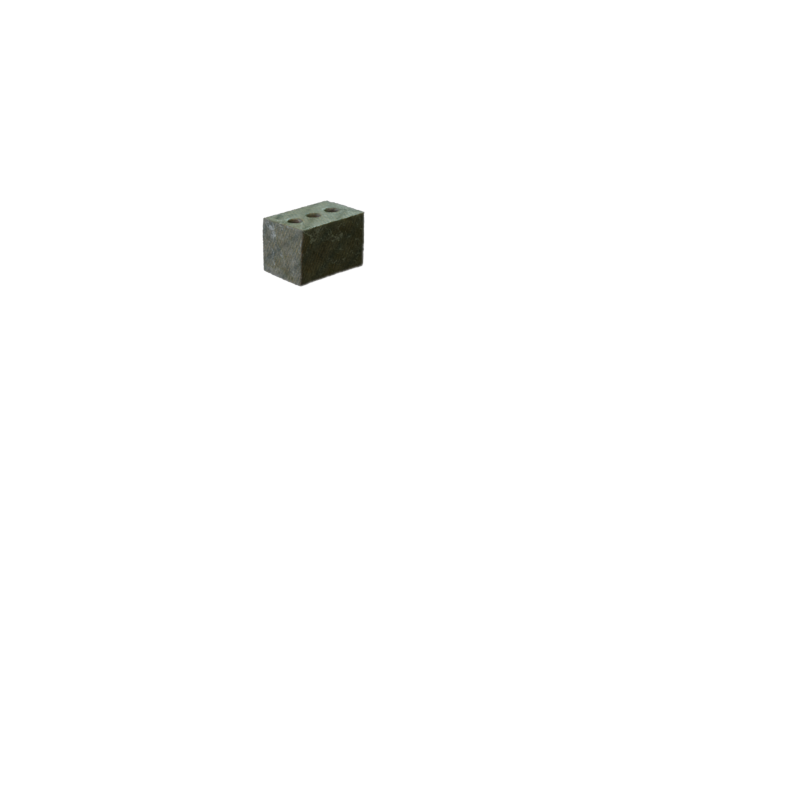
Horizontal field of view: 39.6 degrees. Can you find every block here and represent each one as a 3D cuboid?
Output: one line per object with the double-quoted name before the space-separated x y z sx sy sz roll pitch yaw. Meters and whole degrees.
"block" -0.077 -0.140 0.979 0.056 0.049 0.077 22 32 39
